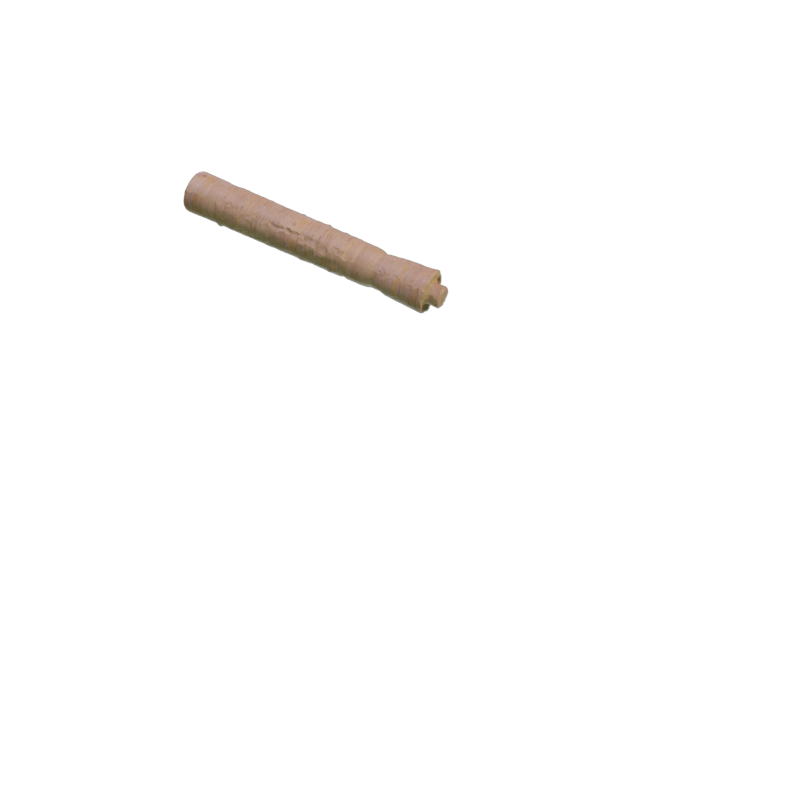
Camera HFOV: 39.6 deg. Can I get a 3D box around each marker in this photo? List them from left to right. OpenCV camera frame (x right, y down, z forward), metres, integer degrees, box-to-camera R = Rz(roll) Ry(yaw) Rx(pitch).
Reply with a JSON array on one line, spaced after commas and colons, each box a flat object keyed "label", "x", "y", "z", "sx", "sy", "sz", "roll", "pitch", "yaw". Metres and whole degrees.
[{"label": "marker", "x": -0.036, "y": -0.066, "z": 0.461, "sx": 0.126, "sy": 0.019, "sz": 0.019, "roll": 26, "pitch": 12, "yaw": 20}]
